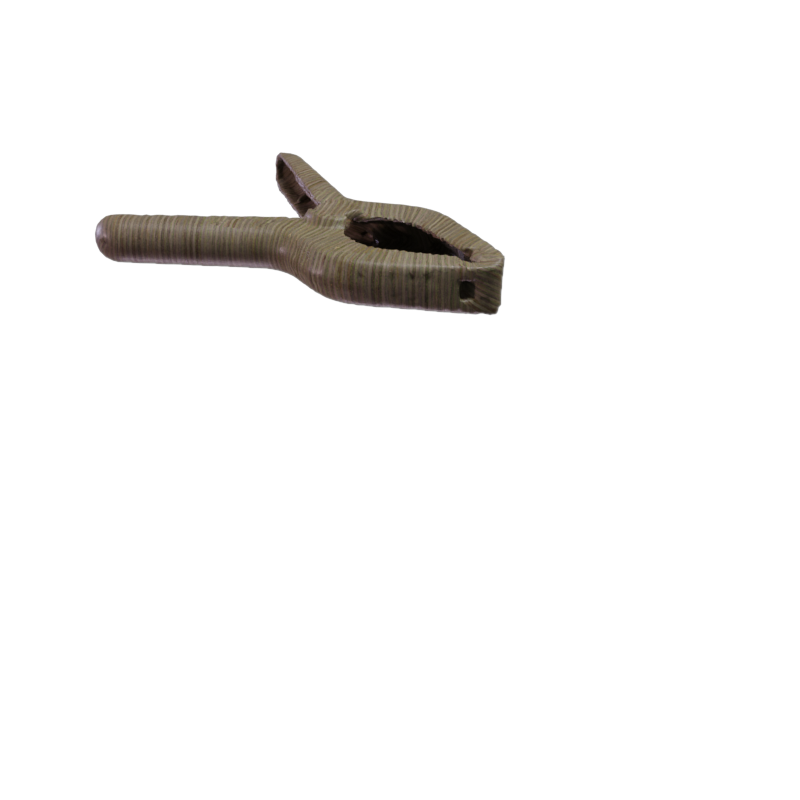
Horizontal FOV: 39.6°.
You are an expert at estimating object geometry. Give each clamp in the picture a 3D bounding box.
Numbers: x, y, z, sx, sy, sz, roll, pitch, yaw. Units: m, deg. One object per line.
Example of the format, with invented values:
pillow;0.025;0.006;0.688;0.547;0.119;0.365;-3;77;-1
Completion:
clamp;-0.046;-0.084;0.588;0.223;0.034;0.164;24;37;36
